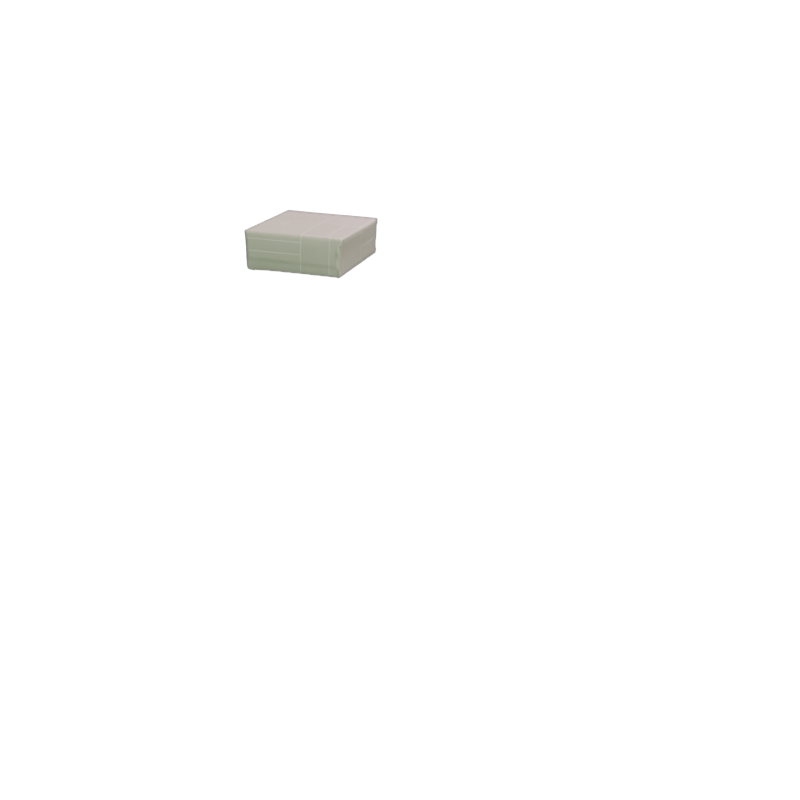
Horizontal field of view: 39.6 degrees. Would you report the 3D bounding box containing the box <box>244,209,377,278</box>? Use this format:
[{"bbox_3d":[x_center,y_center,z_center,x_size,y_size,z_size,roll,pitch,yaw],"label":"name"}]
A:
[{"bbox_3d":[-0.078,-0.142,0.993,0.092,0.037,0.115,6,21,15],"label":"box"}]
